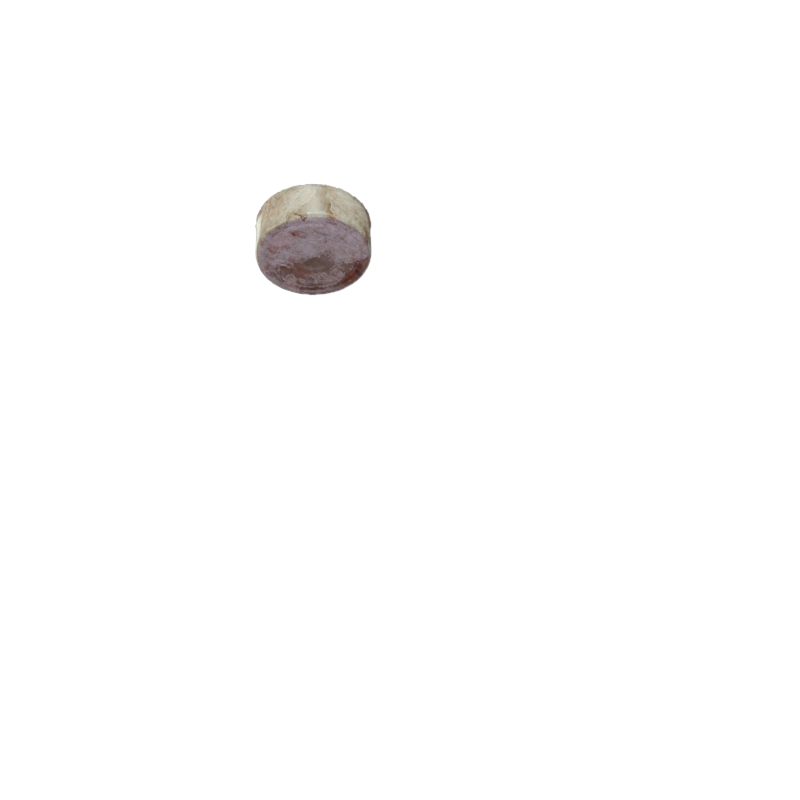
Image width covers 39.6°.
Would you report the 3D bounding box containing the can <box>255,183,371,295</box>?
[{"bbox_3d":[-0.064,-0.116,0.811,0.086,0.036,0.080,1,-40,-2],"label":"can"}]
